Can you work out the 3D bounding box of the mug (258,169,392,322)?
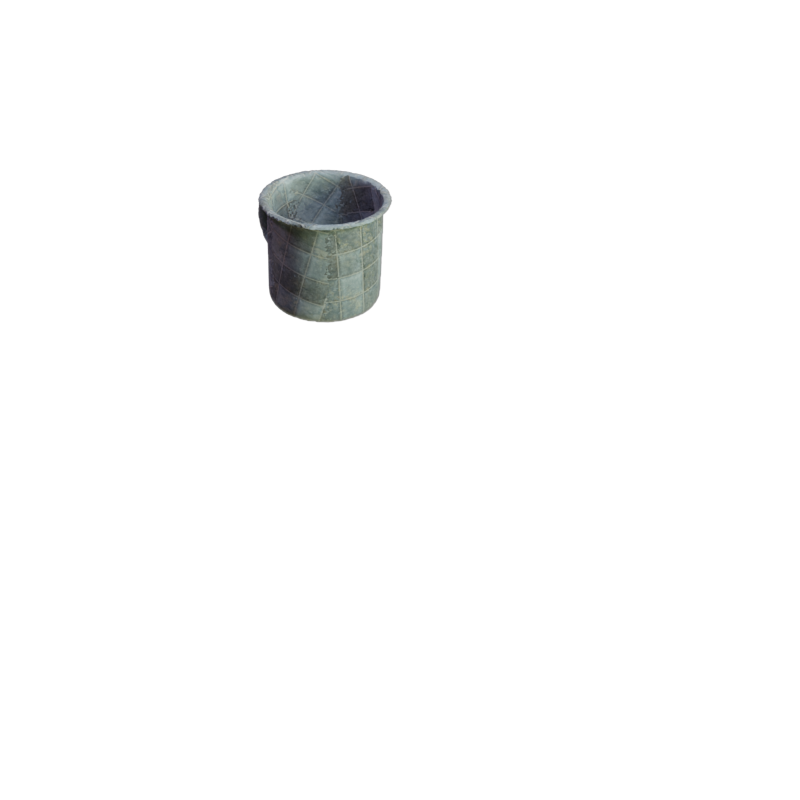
[{"bbox_3d":[-0.063,-0.114,0.801,0.093,0.077,0.125,-28,43,-37],"label":"mug"}]
